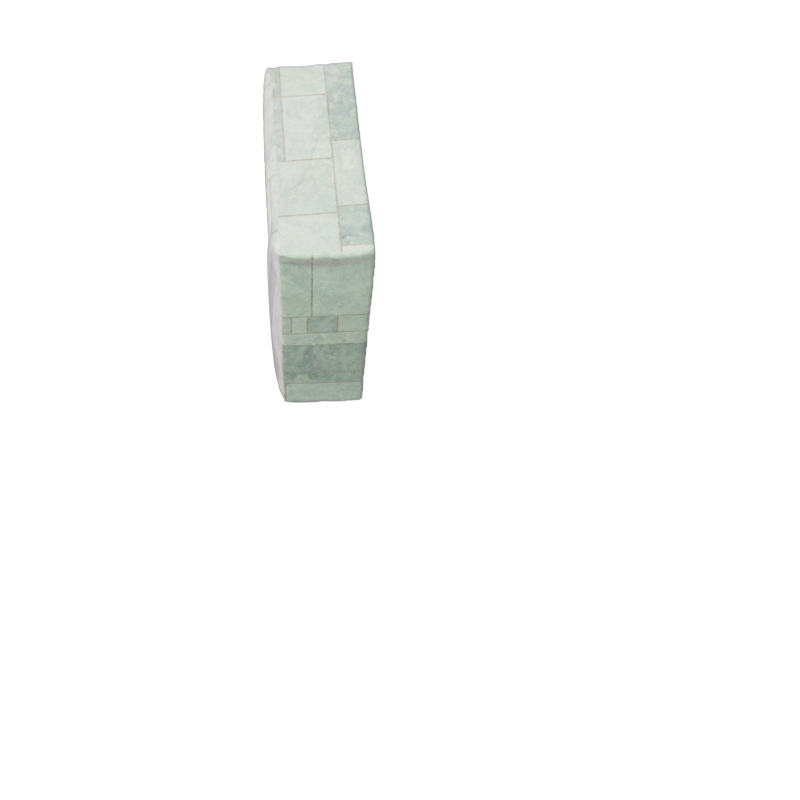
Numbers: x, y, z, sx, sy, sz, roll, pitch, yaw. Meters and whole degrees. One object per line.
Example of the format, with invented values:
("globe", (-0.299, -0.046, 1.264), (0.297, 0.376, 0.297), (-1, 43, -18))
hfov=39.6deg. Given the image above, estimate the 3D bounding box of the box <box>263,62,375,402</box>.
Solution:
("box", (-0.064, -0.117, 0.822), (0.071, 0.176, 0.201), (-4, -29, -6))
